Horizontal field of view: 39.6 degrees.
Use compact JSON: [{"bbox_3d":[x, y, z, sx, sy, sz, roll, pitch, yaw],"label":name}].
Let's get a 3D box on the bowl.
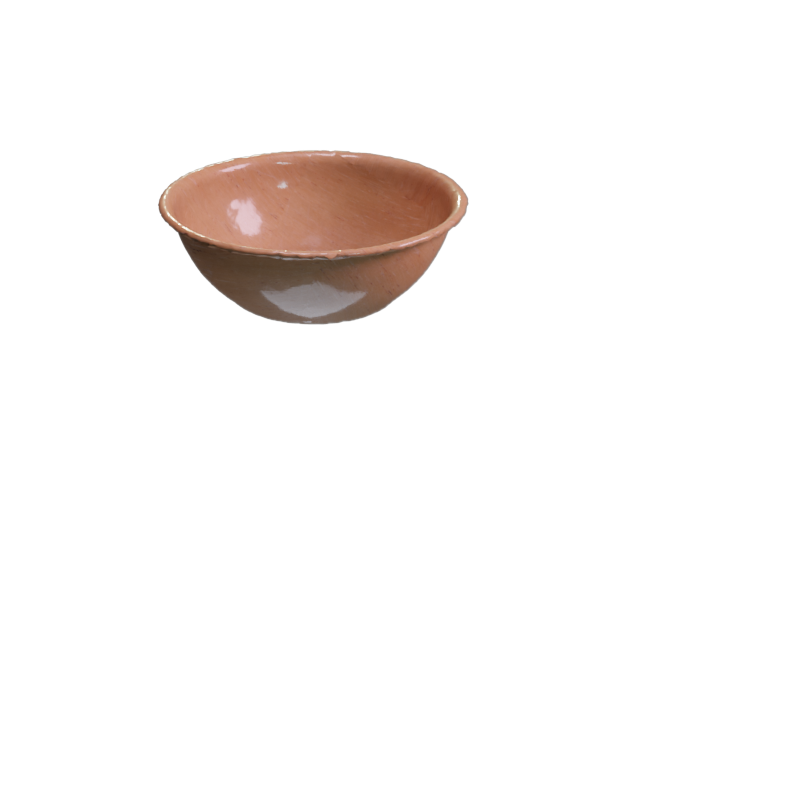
[{"bbox_3d":[-0.046,-0.084,0.591,0.162,0.052,0.171,-1,28,-2],"label":"bowl"}]
